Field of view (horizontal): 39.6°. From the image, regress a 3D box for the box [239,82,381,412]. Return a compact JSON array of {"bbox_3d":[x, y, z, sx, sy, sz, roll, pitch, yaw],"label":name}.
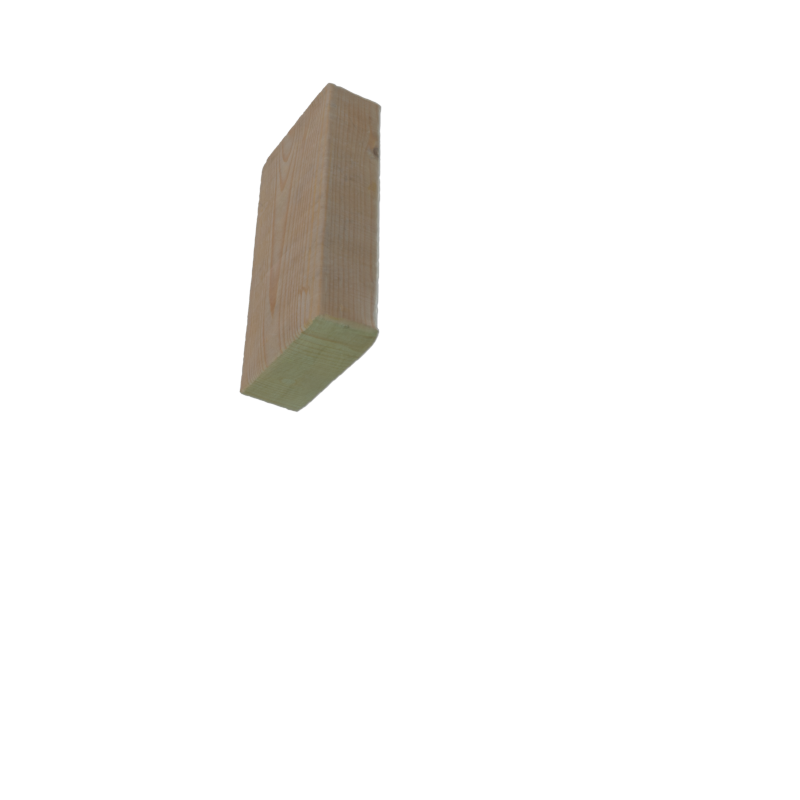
[{"bbox_3d":[-0.052,-0.093,0.655,0.046,0.189,0.091,19,-40,-28],"label":"box"}]
